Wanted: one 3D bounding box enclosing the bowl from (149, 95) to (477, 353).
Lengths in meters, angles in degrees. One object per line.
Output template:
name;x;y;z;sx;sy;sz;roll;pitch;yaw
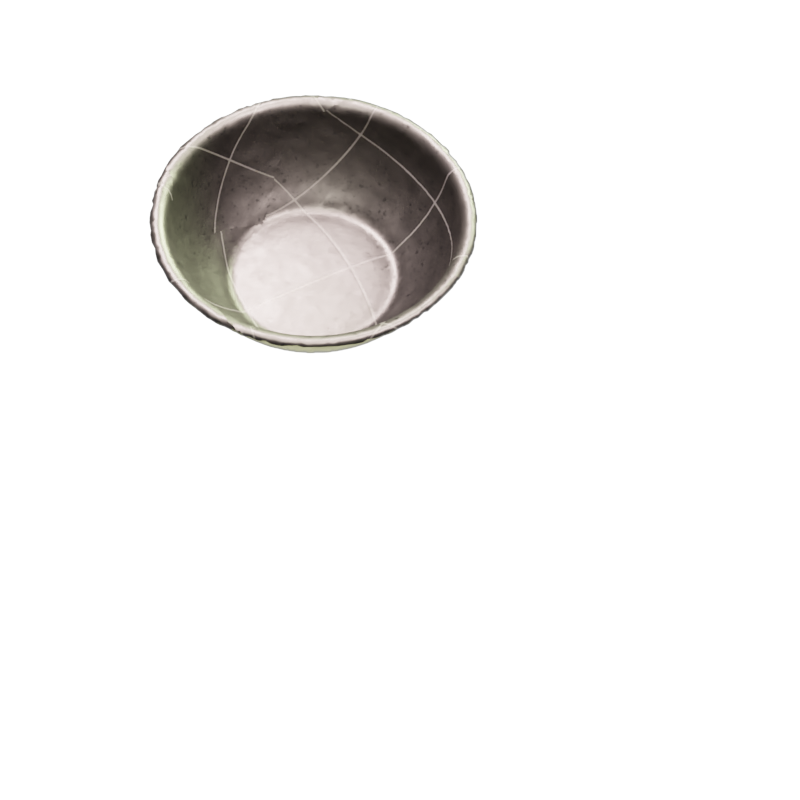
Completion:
bowl;-0.044;-0.081;0.567;0.162;0.174;0.051;-1;-36;-1
